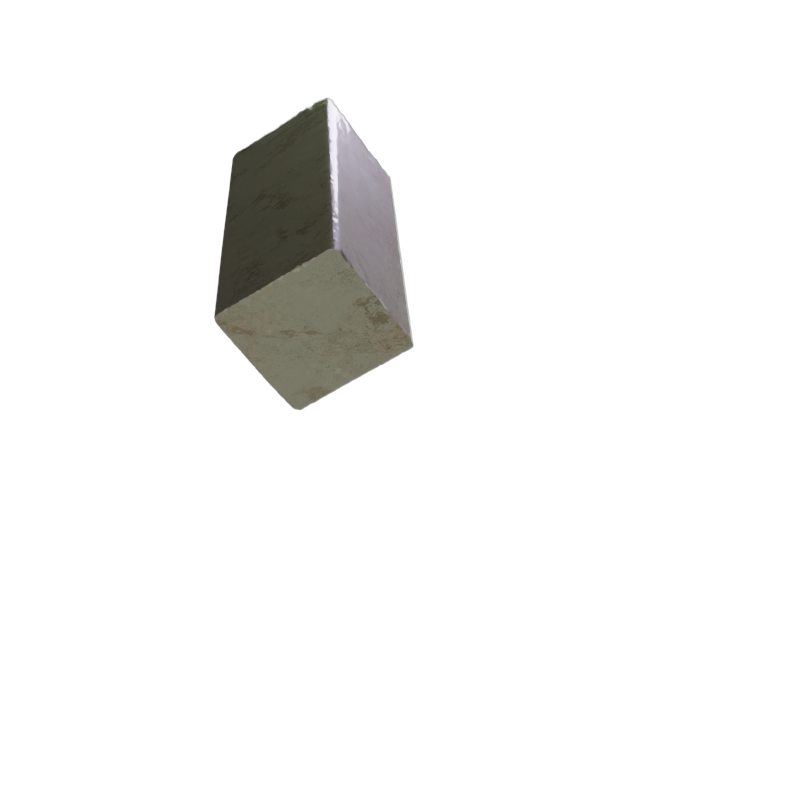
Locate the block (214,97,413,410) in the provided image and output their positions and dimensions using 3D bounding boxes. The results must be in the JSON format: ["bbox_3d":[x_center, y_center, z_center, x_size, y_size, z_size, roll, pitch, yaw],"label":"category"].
[{"bbox_3d":[-0.059,-0.107,0.745,0.090,0.084,0.221,-29,33,17],"label":"block"}]
